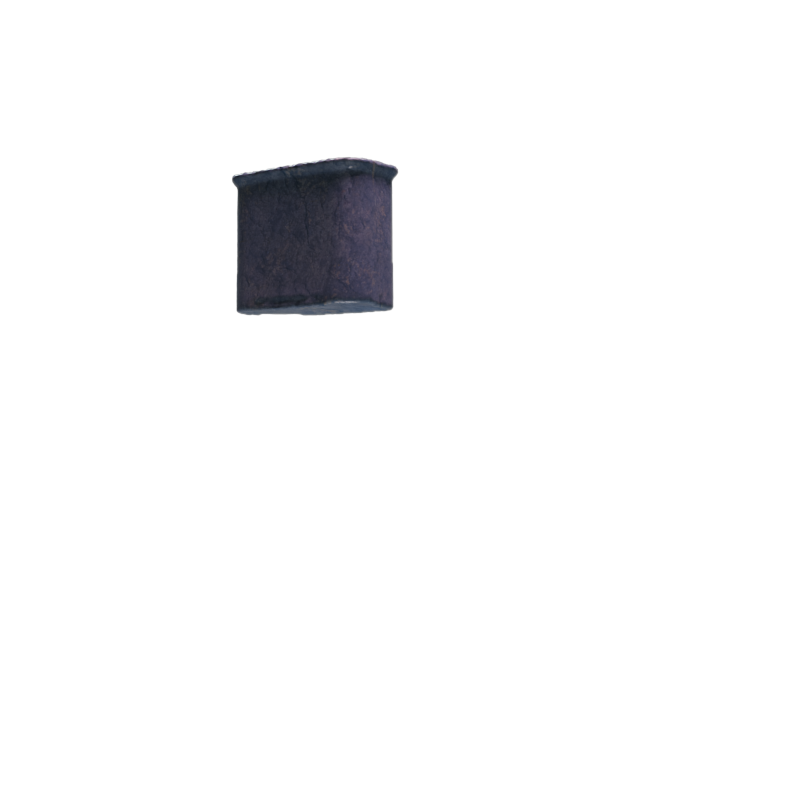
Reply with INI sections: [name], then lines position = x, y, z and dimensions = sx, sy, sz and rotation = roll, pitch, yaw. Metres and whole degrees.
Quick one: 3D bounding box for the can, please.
[can]
position = -0.052, -0.094, 0.660
dimensions = 0.105, 0.085, 0.055
rotation = -3, -6, 36
